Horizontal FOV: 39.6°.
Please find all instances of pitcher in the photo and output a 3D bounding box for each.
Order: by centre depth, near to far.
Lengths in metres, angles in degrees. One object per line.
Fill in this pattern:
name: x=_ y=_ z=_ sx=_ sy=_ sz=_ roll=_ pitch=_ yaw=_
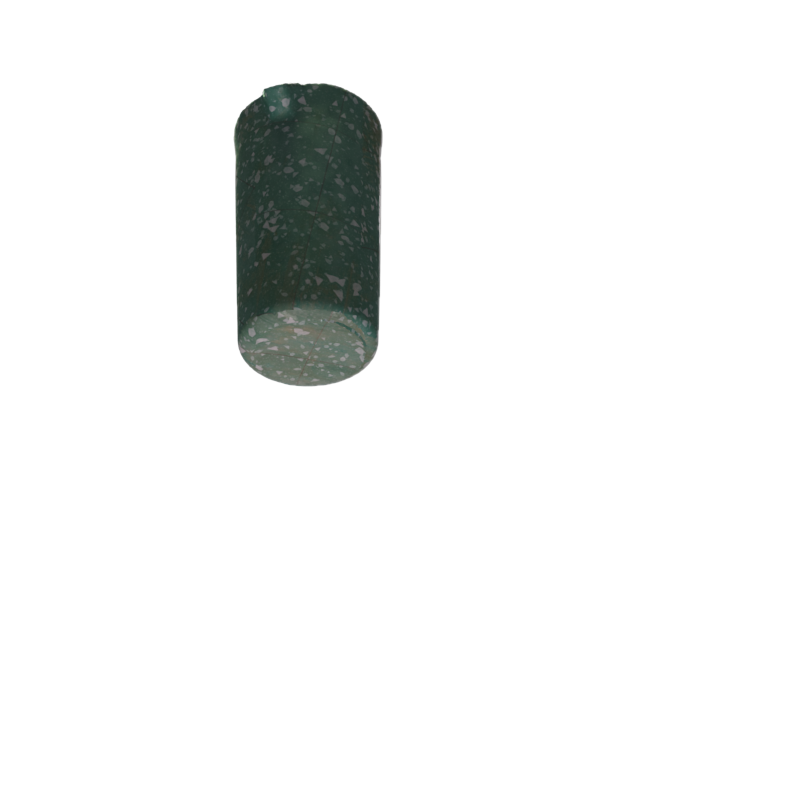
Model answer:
pitcher: x=-0.072 y=-0.132 z=0.925 sx=0.143 sy=0.260 sz=0.141 roll=16 pitch=-41 yaw=-23
